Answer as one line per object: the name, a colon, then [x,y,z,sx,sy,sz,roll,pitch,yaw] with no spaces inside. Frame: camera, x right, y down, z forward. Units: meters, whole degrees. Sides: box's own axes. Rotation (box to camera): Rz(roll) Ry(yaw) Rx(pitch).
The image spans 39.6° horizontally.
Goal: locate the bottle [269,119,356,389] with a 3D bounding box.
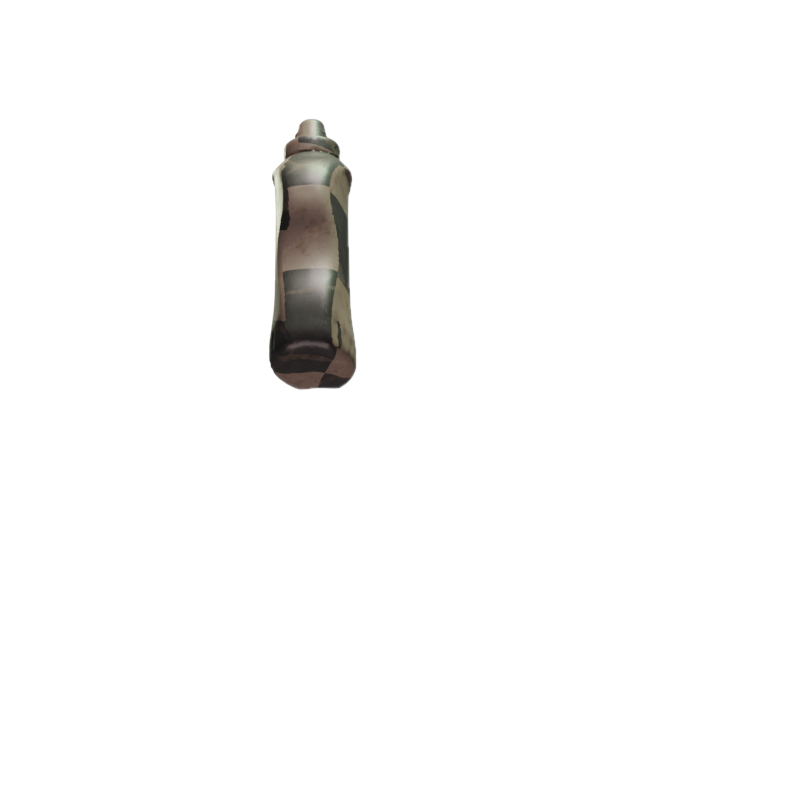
bottle: [-0.061,-0.111,0.777,0.059,0.202,0.090,-3,-23,4]
